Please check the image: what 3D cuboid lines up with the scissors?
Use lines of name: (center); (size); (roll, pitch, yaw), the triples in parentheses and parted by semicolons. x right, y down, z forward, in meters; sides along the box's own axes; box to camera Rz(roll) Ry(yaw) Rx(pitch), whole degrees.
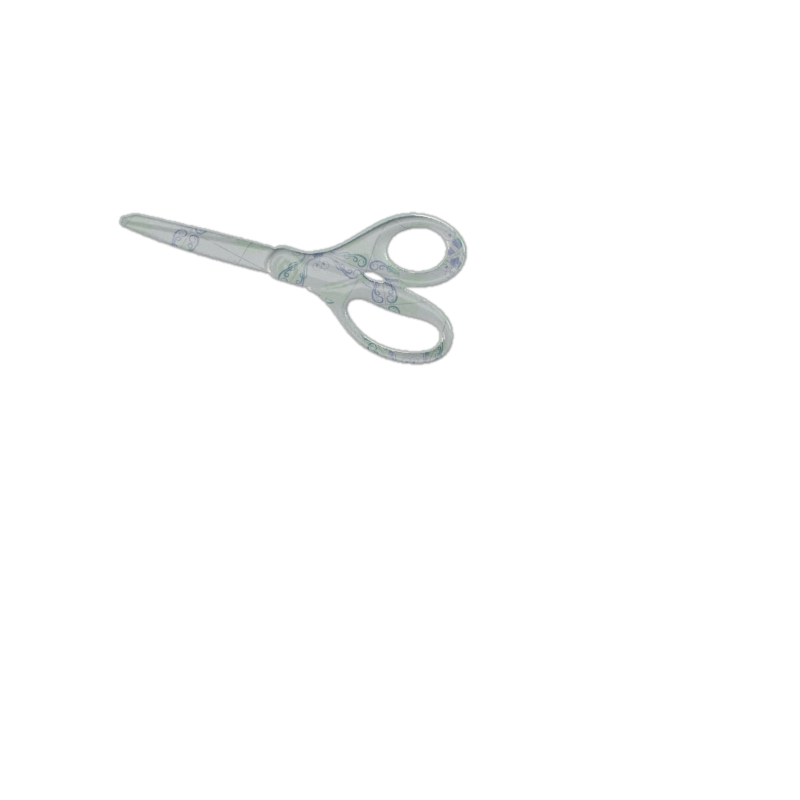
scissors: (-0.050, -0.091, 0.635); (0.199, 0.095, 0.016); (30, 11, -6)
